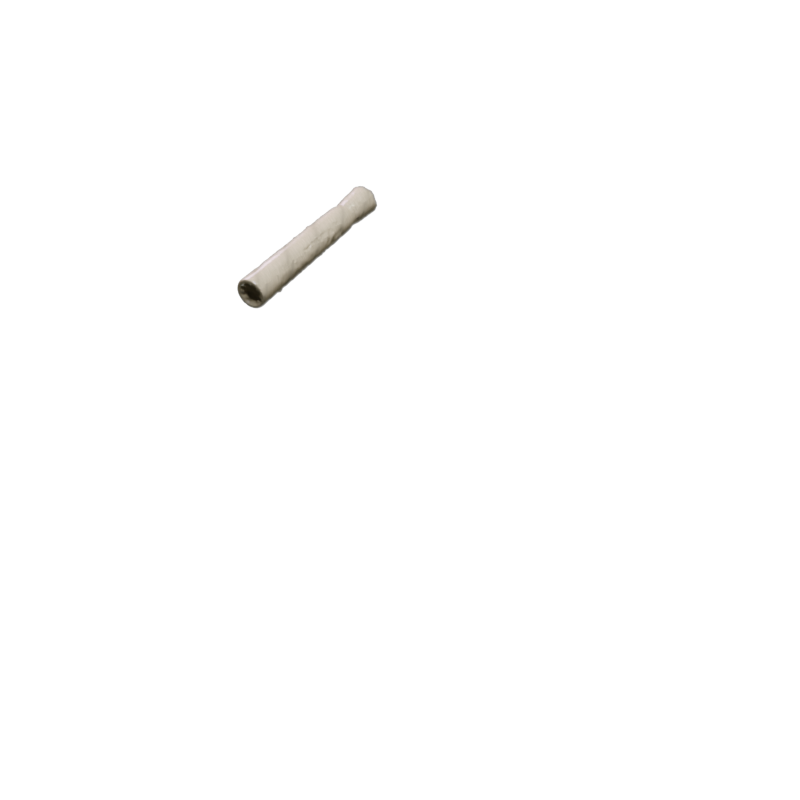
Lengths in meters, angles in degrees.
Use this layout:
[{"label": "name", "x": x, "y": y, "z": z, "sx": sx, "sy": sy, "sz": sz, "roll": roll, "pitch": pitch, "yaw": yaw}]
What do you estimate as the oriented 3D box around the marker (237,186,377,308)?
[{"label": "marker", "x": -0.050, "y": -0.092, "z": 0.644, "sx": 0.020, "sy": 0.019, "sz": 0.123, "roll": 2, "pitch": 35, "yaw": 37}]
